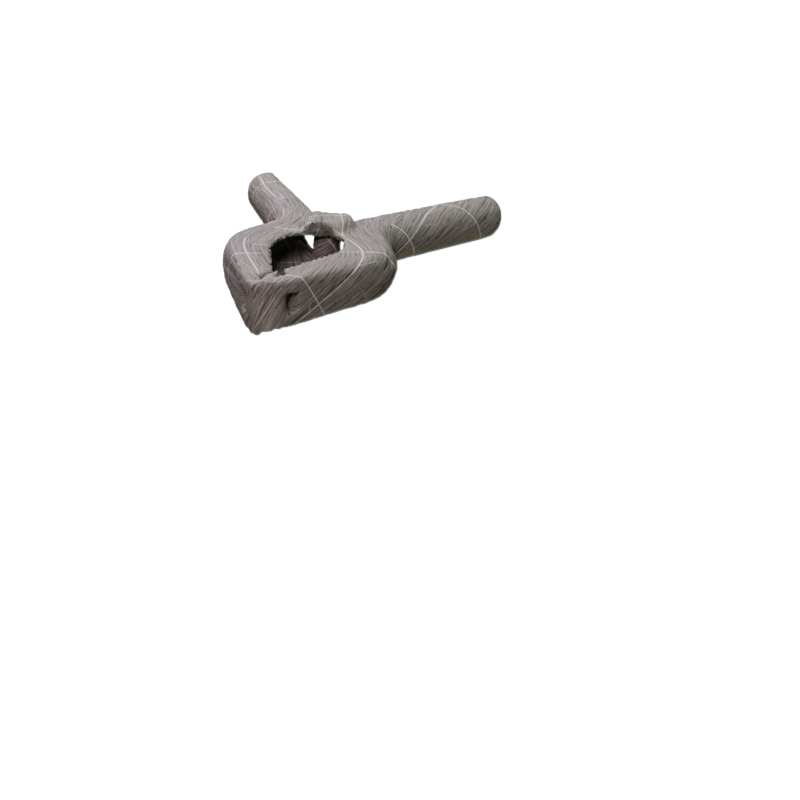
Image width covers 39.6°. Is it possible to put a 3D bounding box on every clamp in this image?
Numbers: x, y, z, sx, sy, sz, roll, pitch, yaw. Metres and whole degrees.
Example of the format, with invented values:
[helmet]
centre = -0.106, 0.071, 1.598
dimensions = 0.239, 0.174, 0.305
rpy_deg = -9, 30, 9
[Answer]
[clamp]
centre = -0.050, -0.090, 0.632
dimensions = 0.171, 0.035, 0.213
rpy_deg = 11, 27, 21
